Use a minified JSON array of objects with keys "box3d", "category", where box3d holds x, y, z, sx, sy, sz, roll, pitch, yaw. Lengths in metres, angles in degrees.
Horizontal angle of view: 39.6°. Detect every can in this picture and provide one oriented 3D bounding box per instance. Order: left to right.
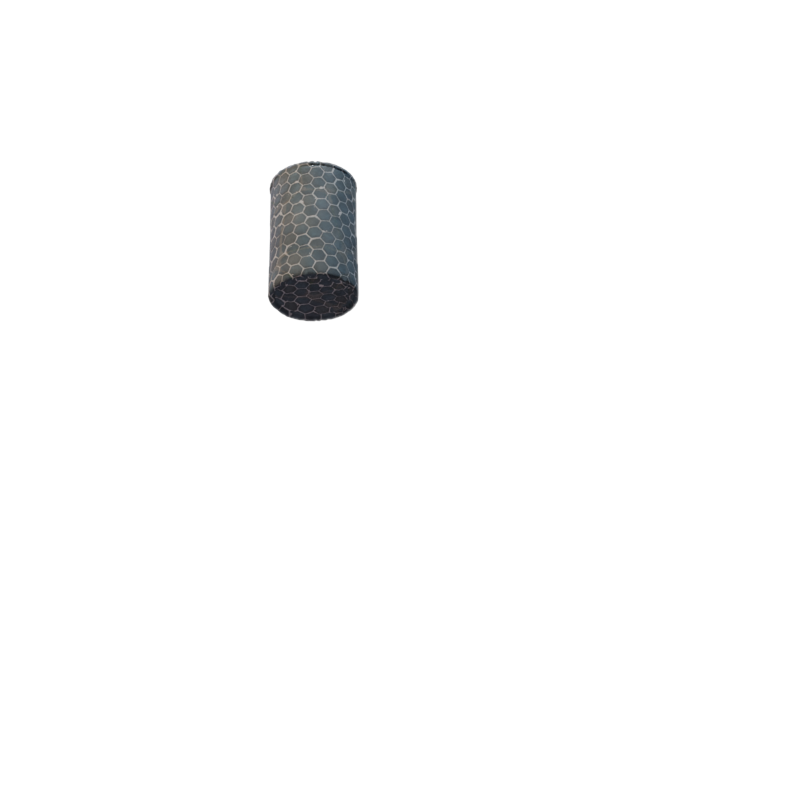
[{"box3d":[-0.065,-0.119,0.835,0.068,0.109,0.064,-1,-31,-2],"category":"can"}]
